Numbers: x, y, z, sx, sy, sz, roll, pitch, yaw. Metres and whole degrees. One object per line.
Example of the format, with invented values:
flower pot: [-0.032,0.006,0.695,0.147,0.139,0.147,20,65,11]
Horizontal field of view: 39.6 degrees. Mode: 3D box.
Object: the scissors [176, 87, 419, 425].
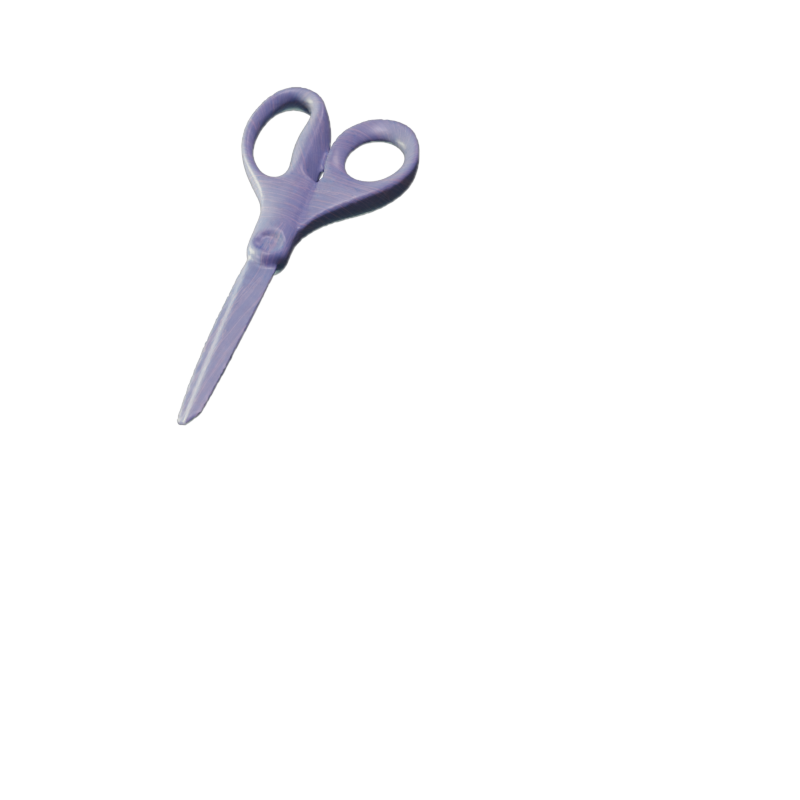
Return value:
scissors: [-0.039,-0.072,0.502,0.096,0.216,0.015,1,-39,1]
